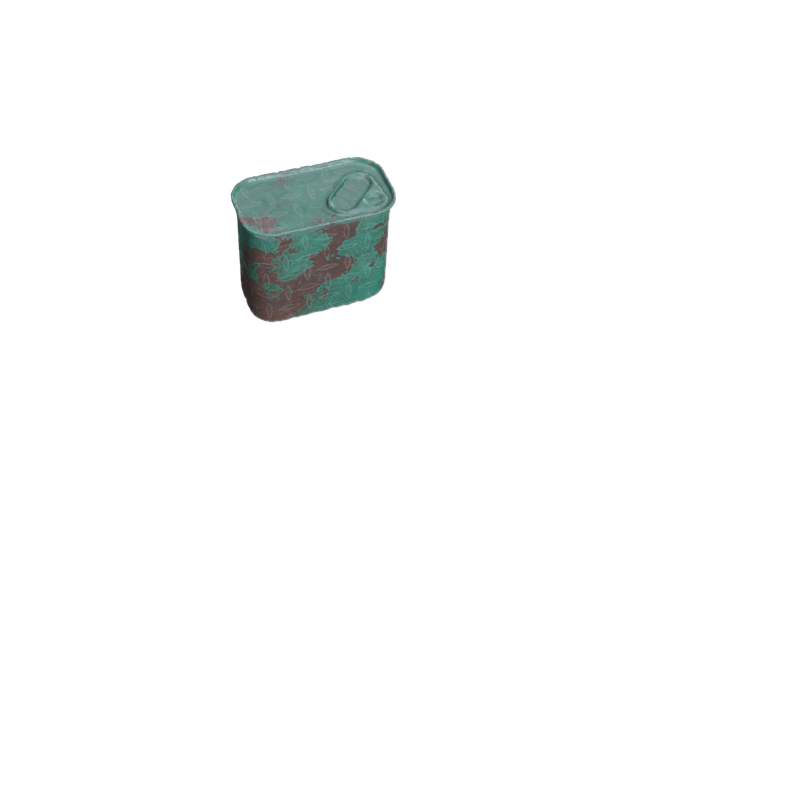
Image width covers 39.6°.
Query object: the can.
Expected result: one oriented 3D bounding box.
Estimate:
[{"bbox_3d":[-0.057,-0.104,0.729,0.101,0.062,0.078,-14,-40,-14],"label":"can"}]
